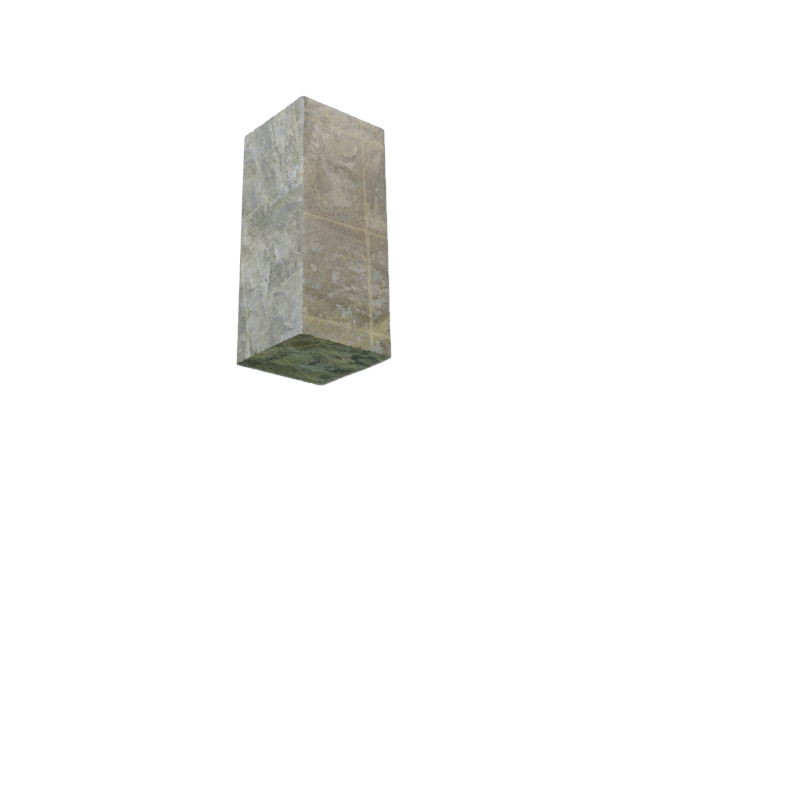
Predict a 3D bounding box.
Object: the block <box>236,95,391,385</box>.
[{"bbox_3d":[-0.071,-0.129,0.904,0.086,0.218,0.090,17,-30,-37],"label":"block"}]
